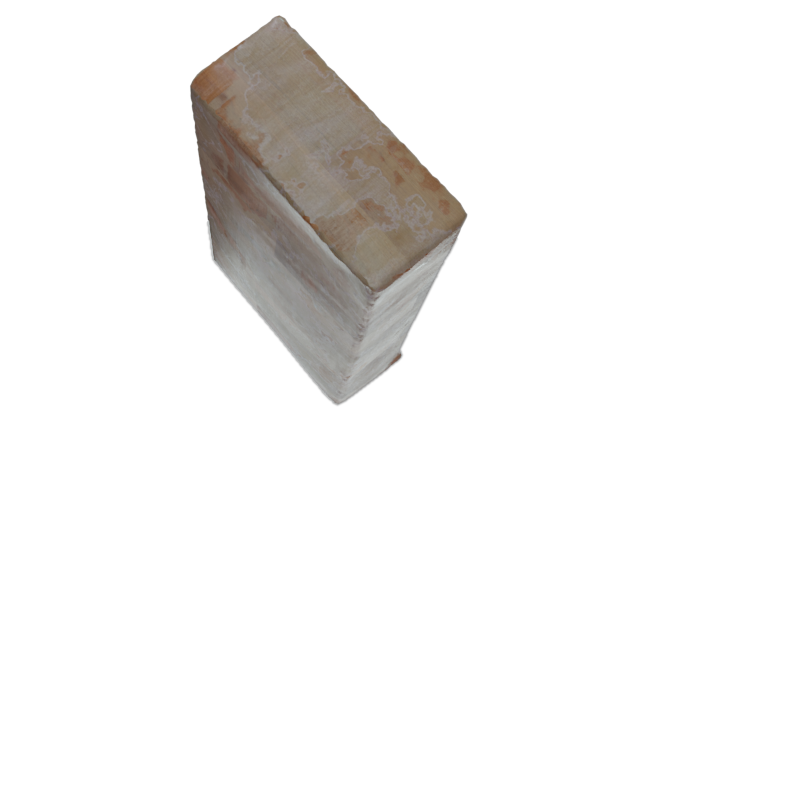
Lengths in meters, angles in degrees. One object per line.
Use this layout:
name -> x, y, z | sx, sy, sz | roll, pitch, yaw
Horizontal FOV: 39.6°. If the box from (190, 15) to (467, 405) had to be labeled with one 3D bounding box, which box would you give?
box -> -0.033, -0.060, 0.421 | 0.048, 0.096, 0.170 | -39, -7, -10
